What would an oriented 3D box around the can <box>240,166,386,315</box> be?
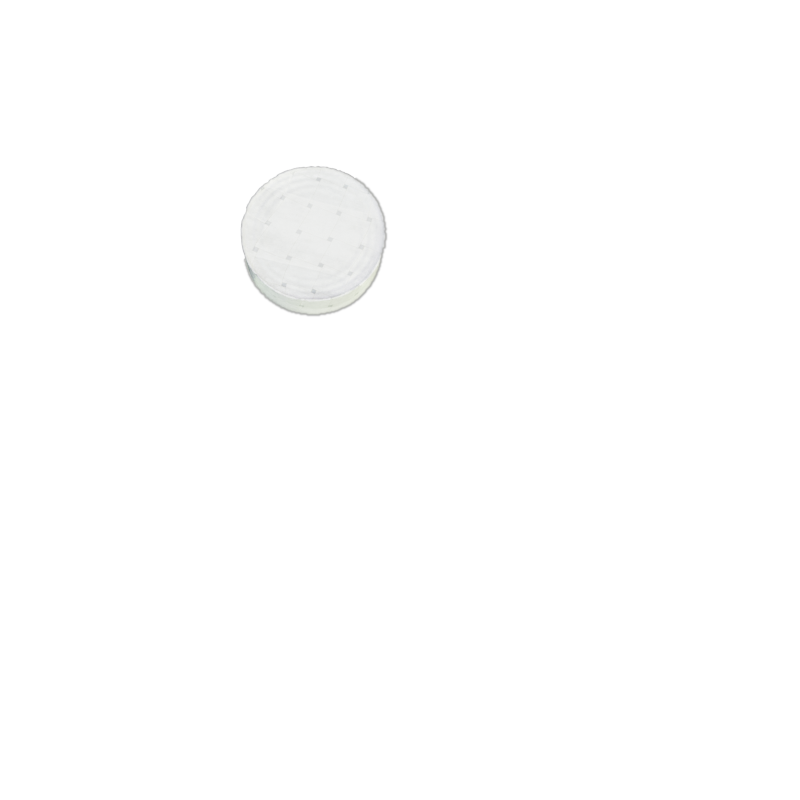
[{"bbox_3d":[-0.052,-0.095,0.666,0.086,0.090,0.032,-1,-19,-1],"label":"can"}]
